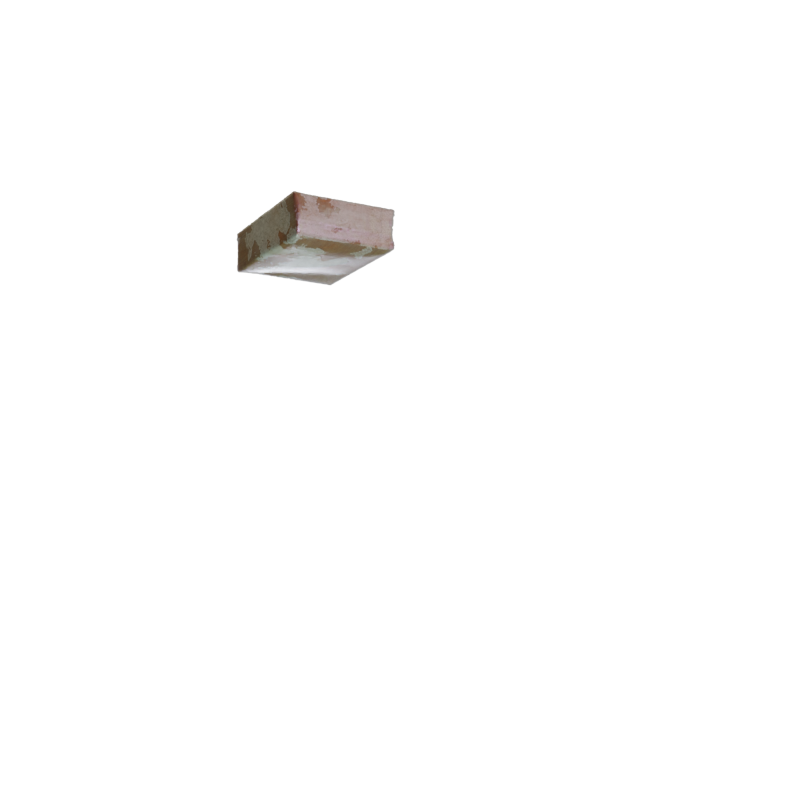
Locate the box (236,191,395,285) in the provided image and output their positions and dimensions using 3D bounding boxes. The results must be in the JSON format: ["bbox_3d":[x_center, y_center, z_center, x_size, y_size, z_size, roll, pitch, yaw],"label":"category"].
[{"bbox_3d":[-0.070,-0.128,0.893,0.086,0.040,0.114,6,-11,-29],"label":"box"}]
